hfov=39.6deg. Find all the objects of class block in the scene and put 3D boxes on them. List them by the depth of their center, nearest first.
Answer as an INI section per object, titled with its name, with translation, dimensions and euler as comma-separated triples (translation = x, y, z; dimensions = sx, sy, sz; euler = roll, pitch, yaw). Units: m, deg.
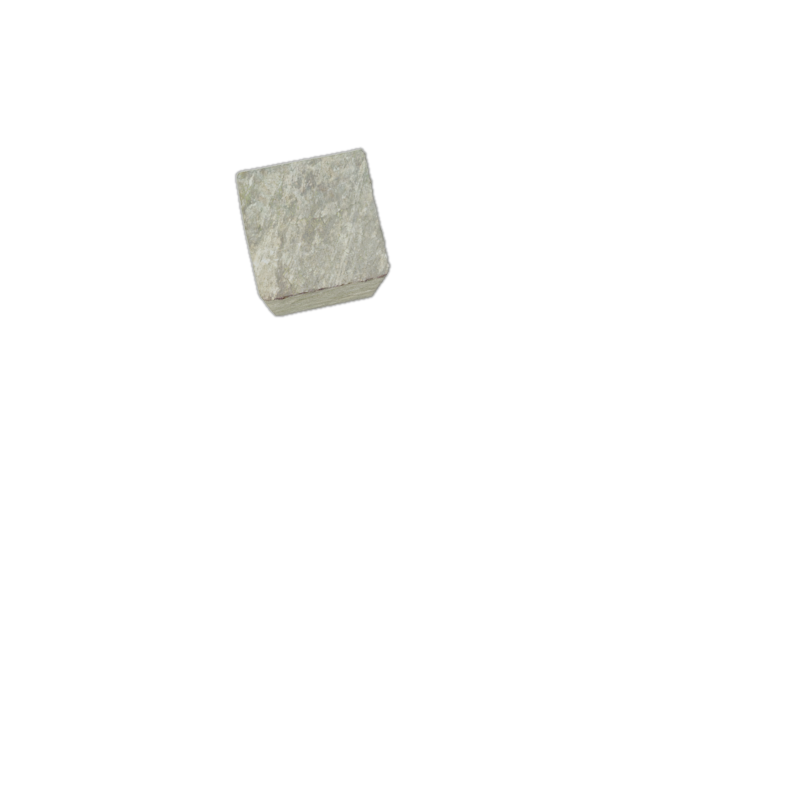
[block]
translation = -0.066, -0.119, 0.836
dimensions = 0.090, 0.091, 0.205
euler = -12, 0, -4
